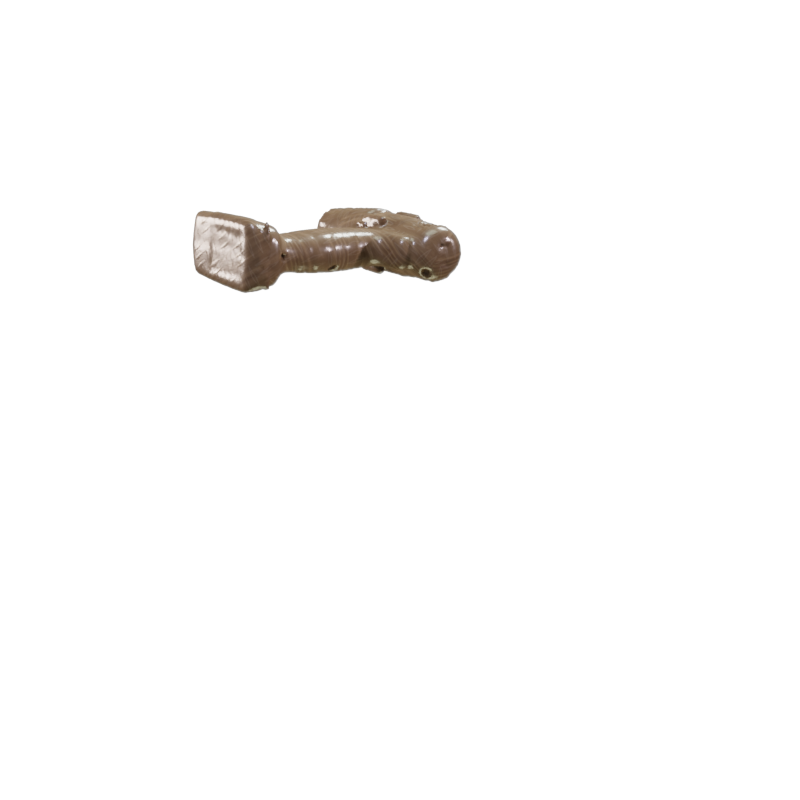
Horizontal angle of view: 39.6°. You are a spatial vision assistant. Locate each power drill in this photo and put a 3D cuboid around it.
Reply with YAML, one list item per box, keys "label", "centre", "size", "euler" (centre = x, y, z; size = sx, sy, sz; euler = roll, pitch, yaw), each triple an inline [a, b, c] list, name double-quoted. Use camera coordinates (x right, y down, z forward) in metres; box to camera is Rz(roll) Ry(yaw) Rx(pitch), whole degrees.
- label: "power drill"
  centre: [-0.072, -0.131, 0.915]
  size: [0.182, 0.056, 0.194]
  euler: [-9, 17, -31]
